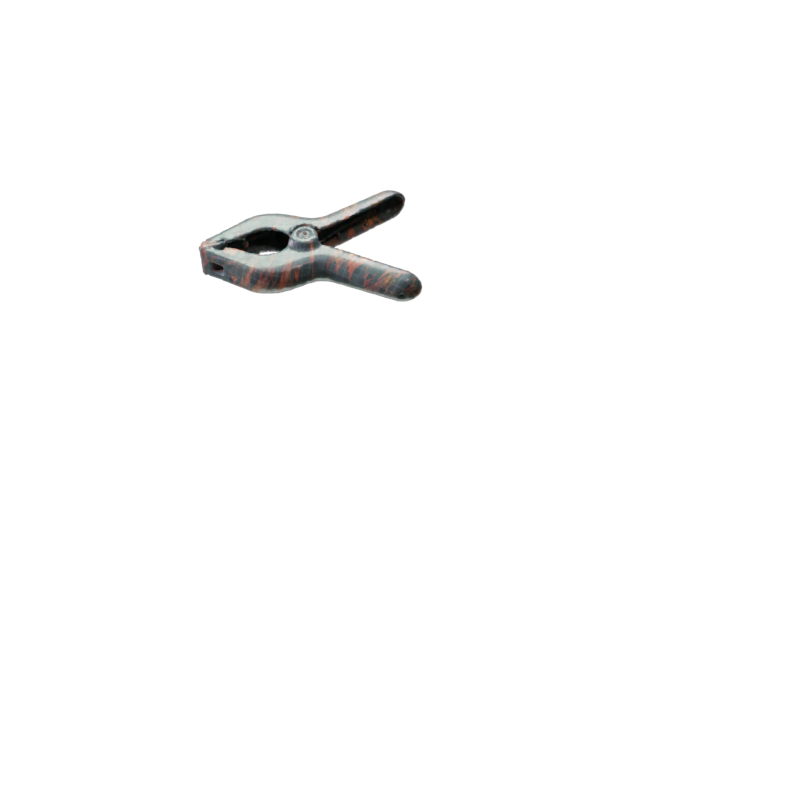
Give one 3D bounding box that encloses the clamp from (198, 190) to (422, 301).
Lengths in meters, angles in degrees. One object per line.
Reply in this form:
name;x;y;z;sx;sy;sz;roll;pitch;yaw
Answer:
clamp;-0.068;-0.124;0.867;0.172;0.037;0.128;3;39;3
